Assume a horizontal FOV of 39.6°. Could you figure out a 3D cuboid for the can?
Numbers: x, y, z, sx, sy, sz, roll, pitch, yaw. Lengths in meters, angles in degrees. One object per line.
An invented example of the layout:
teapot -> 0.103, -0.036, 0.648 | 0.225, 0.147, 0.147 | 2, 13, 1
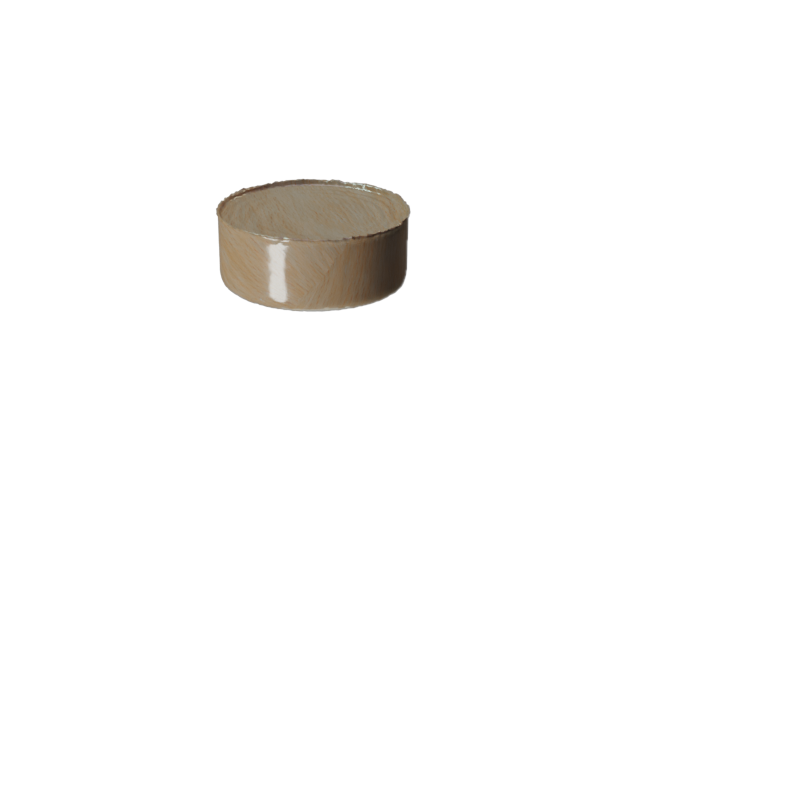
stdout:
can -> -0.039, -0.071, 0.495 | 0.086, 0.032, 0.091 | -1, 26, -2
